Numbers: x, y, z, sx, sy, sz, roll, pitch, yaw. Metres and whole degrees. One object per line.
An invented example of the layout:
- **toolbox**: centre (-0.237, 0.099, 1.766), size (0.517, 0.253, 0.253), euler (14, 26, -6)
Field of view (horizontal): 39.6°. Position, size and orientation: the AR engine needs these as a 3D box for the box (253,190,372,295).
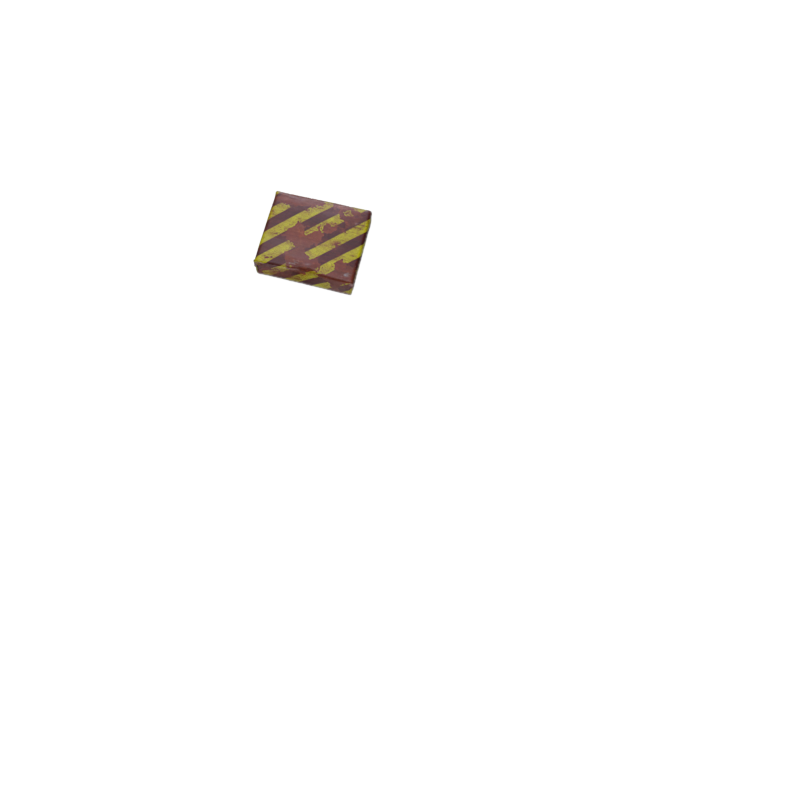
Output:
- **box**: centre (-0.076, -0.139, 0.972), size (0.090, 0.076, 0.028), euler (13, -25, 6)
